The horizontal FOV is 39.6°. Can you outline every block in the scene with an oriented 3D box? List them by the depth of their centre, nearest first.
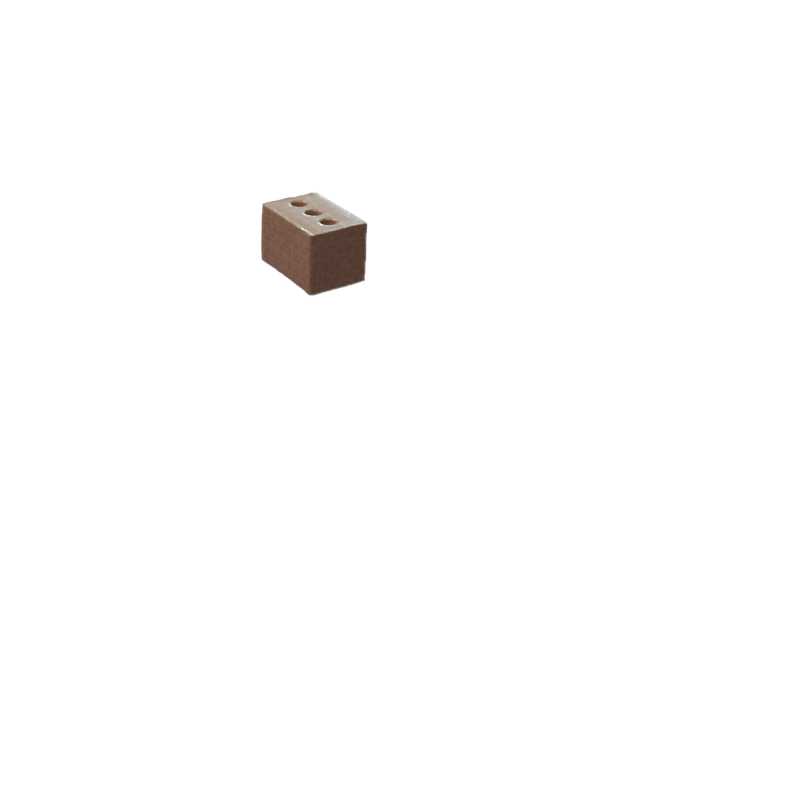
[{"bbox_3d":[-0.068,-0.124,0.868,0.052,0.048,0.084,-17,33,-30],"label":"block"}]
